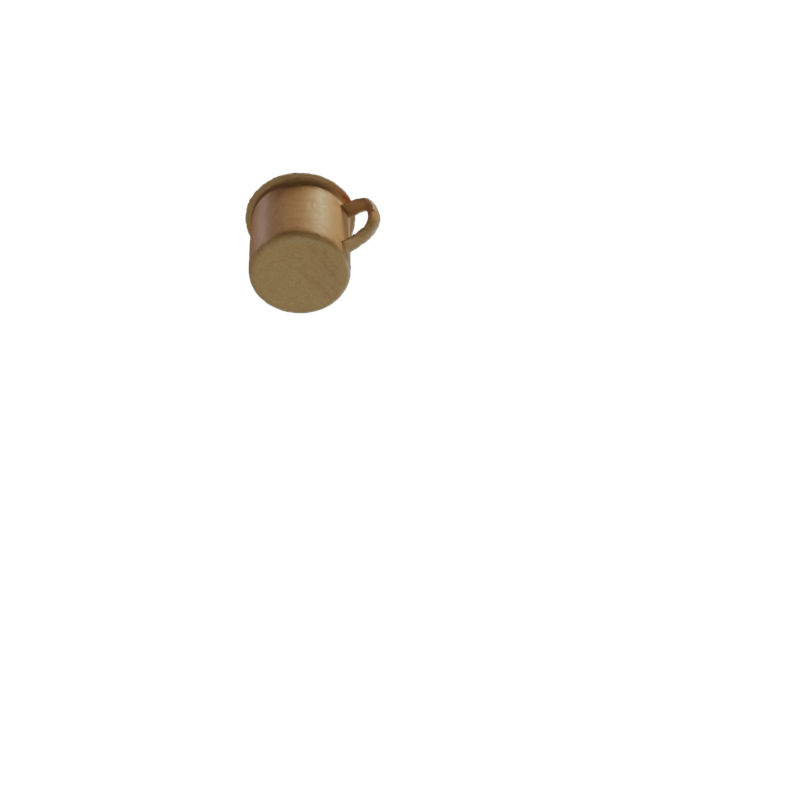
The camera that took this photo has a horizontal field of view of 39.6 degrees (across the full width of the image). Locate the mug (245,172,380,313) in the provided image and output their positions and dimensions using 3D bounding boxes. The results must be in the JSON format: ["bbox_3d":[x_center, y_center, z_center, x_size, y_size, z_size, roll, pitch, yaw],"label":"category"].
[{"bbox_3d":[-0.071,-0.129,0.901,0.118,0.086,0.087,-18,38,13],"label":"mug"}]
